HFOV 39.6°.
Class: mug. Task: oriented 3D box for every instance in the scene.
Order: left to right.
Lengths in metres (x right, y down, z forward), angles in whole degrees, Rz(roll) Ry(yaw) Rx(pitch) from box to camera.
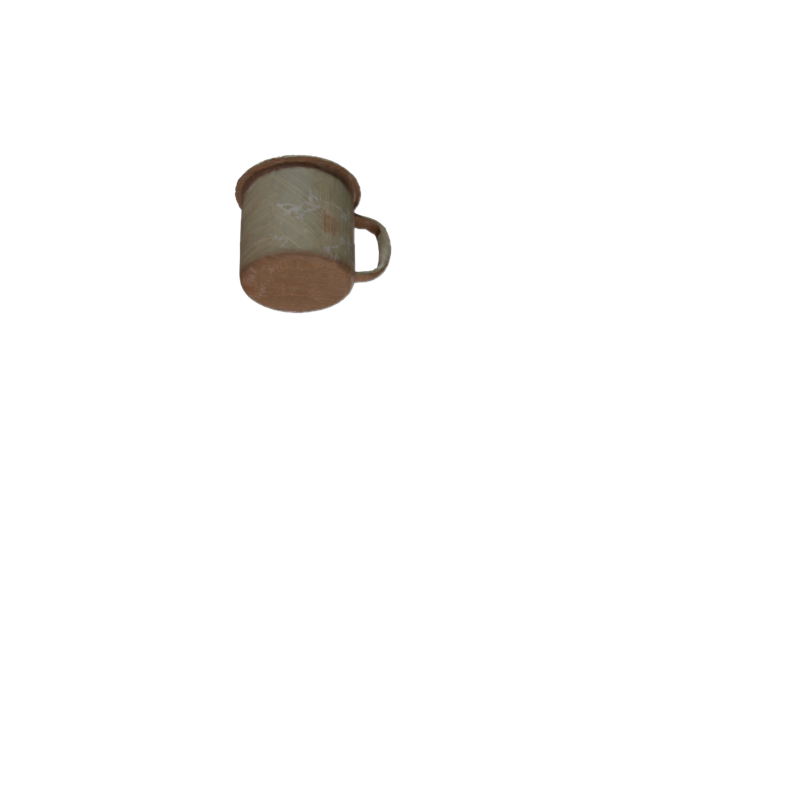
[{"bbox_3d":[-0.062,-0.114,0.797,0.114,0.087,0.090,10,-32,-19],"label":"mug"}]
